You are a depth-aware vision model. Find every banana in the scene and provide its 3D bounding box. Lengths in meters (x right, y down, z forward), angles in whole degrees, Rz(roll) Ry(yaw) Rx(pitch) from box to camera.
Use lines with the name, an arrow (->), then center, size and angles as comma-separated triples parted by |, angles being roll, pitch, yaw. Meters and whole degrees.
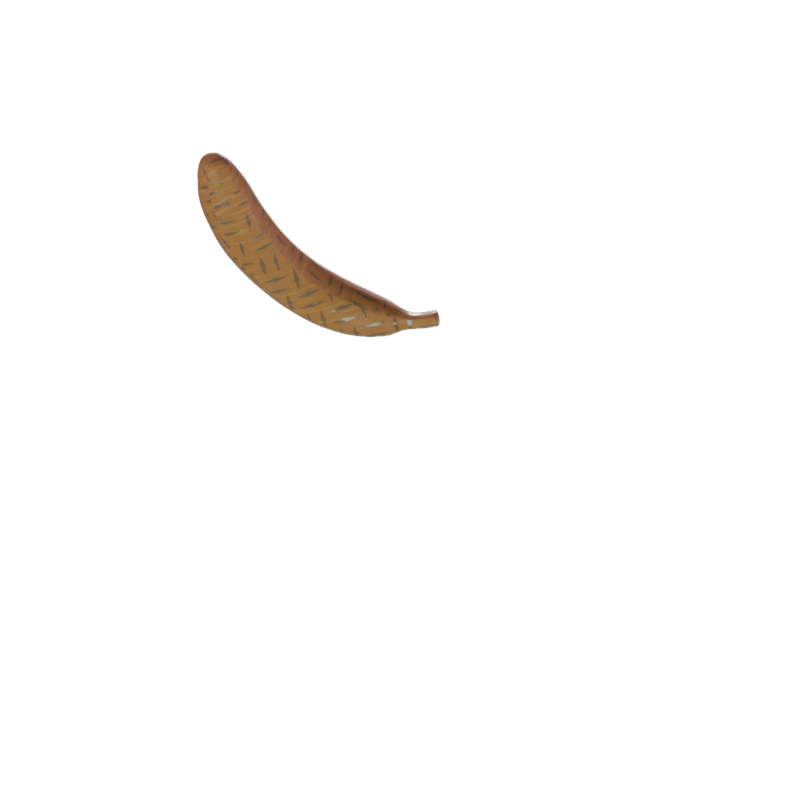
banana -> -0.065, -0.090, 0.715 | 0.186, 0.039, 0.069 | 32, -54, -28
